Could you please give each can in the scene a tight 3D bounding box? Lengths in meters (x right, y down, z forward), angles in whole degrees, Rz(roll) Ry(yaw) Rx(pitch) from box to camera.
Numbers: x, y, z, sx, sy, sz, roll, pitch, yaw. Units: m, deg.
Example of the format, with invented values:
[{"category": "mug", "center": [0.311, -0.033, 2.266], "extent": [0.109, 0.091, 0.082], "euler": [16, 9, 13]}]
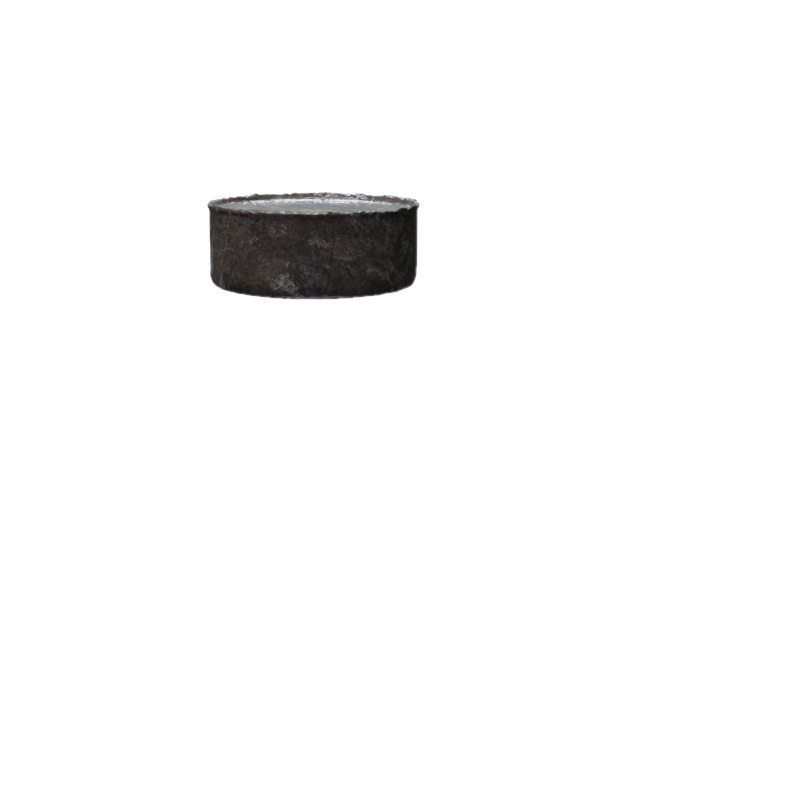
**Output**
[{"category": "can", "center": [-0.035, -0.064, 0.451], "extent": [0.086, 0.033, 0.088], "euler": [0, 14, -2]}]
